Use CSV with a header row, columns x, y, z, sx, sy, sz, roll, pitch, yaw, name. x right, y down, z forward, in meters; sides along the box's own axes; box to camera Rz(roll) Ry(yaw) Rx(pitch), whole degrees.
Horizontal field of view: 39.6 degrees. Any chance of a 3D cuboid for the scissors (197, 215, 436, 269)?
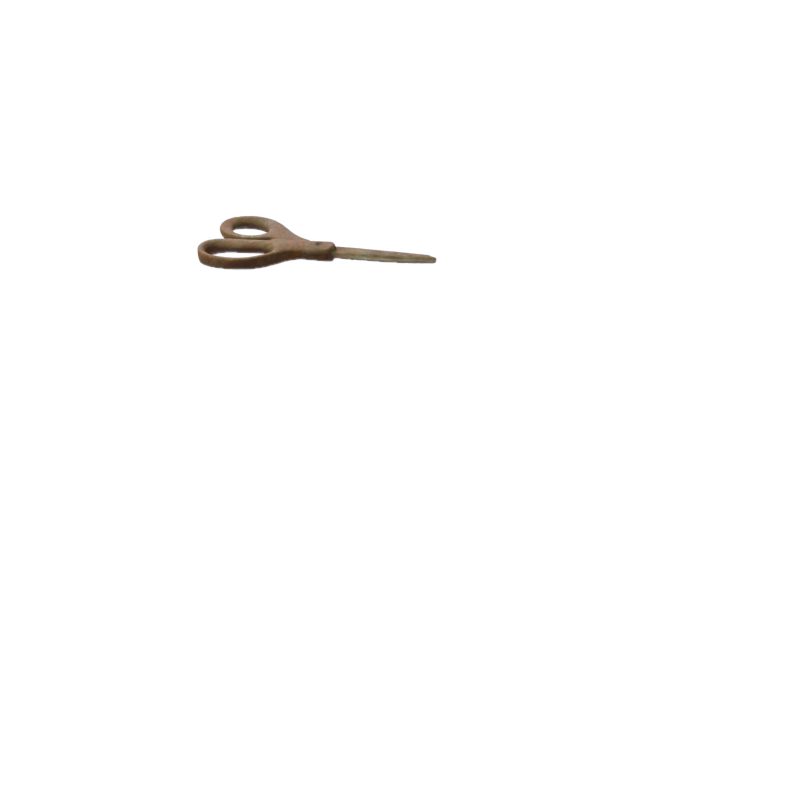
x,y,z,sx,sy,sz,roll,pitch,yaw,name
-0.076,-0.139,0.972,0.200,0.015,0.103,-3,33,-5,scissors
